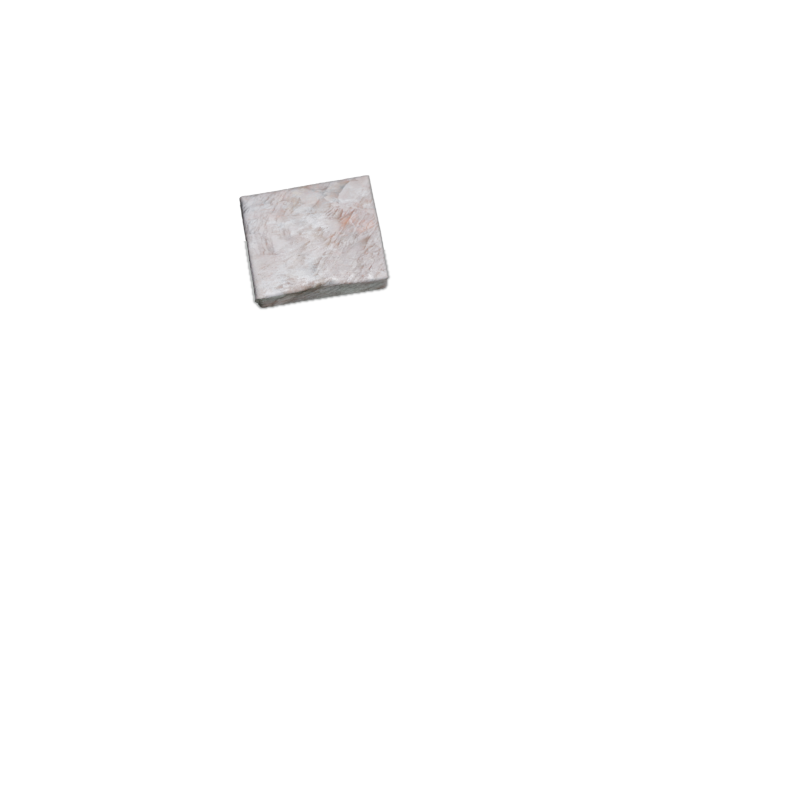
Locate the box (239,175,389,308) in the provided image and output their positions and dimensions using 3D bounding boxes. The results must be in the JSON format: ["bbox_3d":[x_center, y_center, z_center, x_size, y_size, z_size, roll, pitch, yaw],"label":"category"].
[{"bbox_3d":[-0.058,-0.105,0.734,0.089,0.076,0.029,-9,-17,-3],"label":"box"}]
